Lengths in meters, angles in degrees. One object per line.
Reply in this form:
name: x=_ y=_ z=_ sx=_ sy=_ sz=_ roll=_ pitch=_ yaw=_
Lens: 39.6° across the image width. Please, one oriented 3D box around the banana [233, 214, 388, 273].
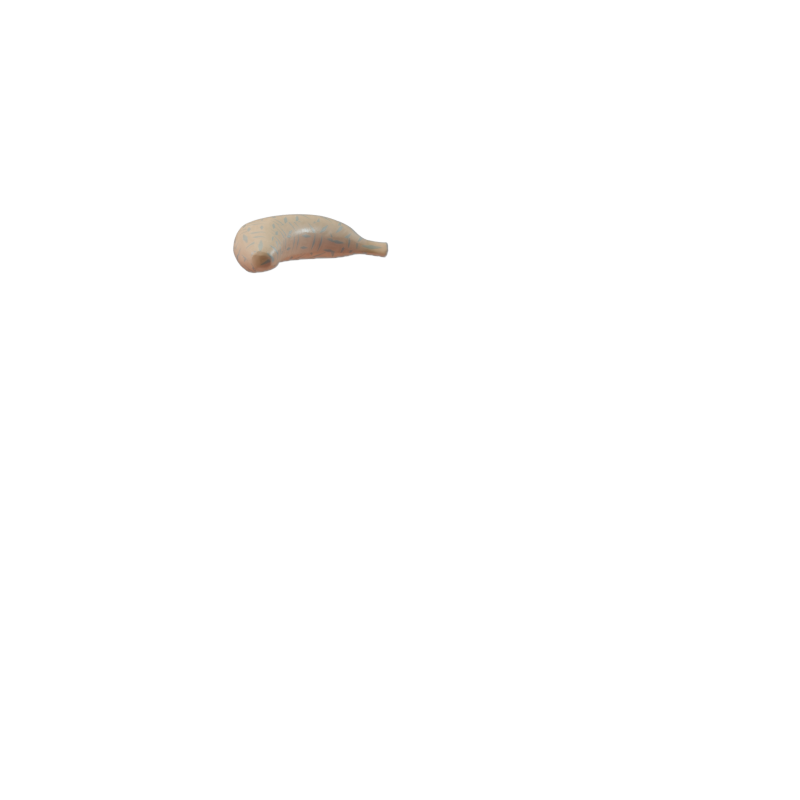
banana: x=-0.079 y=-0.119 z=0.825 sx=0.072 sy=0.036 sz=0.195 roll=5 pitch=13 yaw=25
